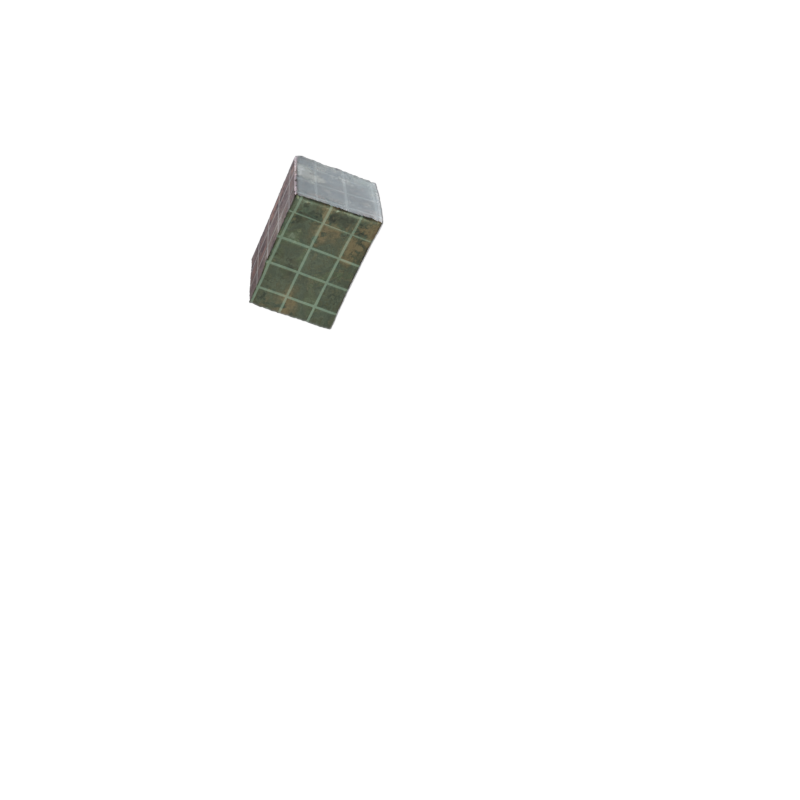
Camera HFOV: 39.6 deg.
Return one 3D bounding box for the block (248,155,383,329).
[{"bbox_3d":[-0.050,-0.091,0.634,0.051,0.075,0.055,19,32,-15],"label":"block"}]
